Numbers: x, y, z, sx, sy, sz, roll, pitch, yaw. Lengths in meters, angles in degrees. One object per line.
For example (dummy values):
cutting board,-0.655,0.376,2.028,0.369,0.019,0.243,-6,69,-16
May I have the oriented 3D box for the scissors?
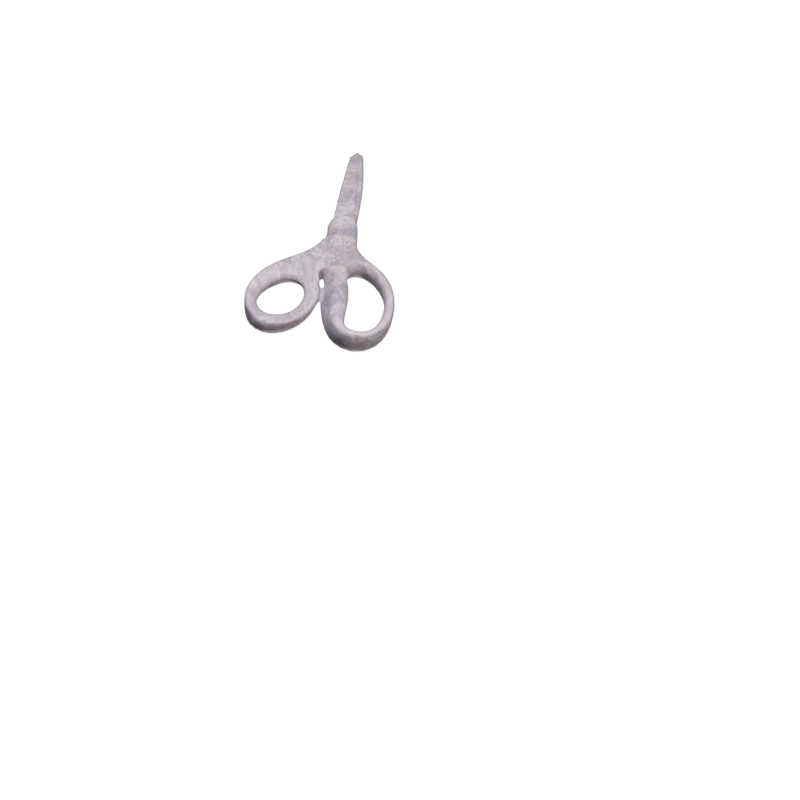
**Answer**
scissors,-0.054,-0.099,0.696,0.095,0.015,0.218,-6,41,-8
